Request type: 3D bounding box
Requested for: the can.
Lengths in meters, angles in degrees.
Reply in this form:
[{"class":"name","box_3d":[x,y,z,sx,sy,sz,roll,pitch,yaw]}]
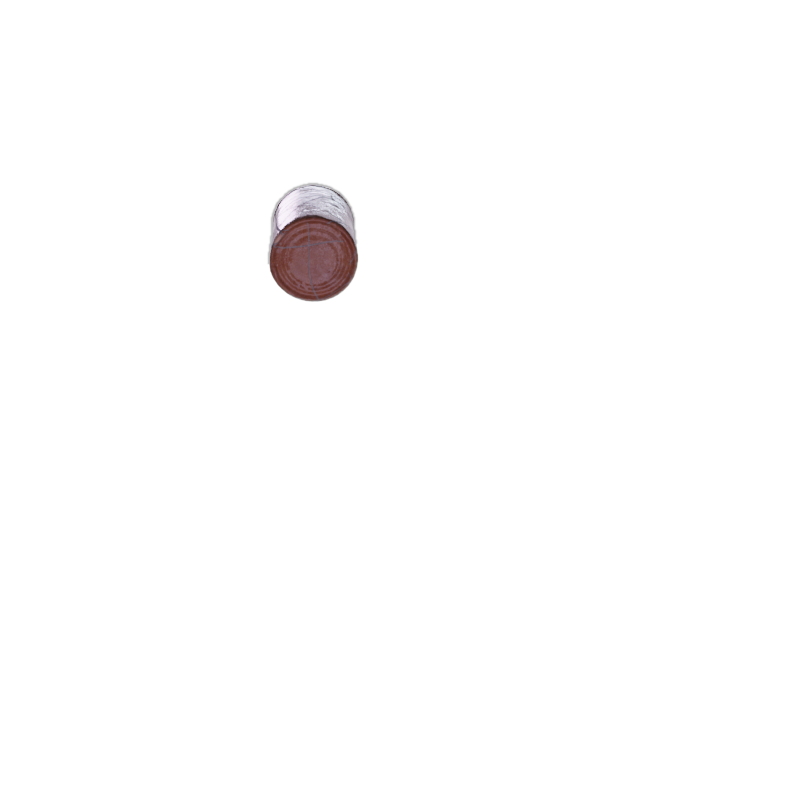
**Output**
[{"class":"can","box_3d":[-0.068,-0.124,0.868,0.068,0.066,0.107,0,22,-3]}]
